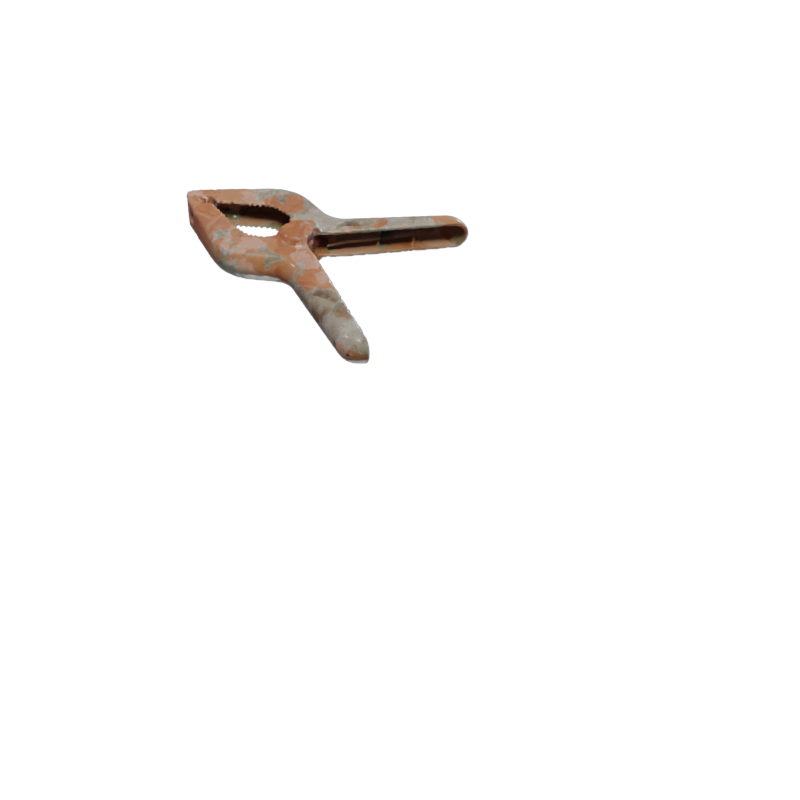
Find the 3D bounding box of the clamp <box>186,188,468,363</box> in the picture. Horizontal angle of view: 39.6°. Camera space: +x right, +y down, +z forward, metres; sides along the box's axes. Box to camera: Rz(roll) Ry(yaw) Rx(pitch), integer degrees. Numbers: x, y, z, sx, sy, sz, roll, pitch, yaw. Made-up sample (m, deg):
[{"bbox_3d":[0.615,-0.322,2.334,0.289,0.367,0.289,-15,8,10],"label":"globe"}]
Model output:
[{"bbox_3d":[-0.065,-0.118,0.827,0.222,0.034,0.167,27,48,27],"label":"clamp"}]
